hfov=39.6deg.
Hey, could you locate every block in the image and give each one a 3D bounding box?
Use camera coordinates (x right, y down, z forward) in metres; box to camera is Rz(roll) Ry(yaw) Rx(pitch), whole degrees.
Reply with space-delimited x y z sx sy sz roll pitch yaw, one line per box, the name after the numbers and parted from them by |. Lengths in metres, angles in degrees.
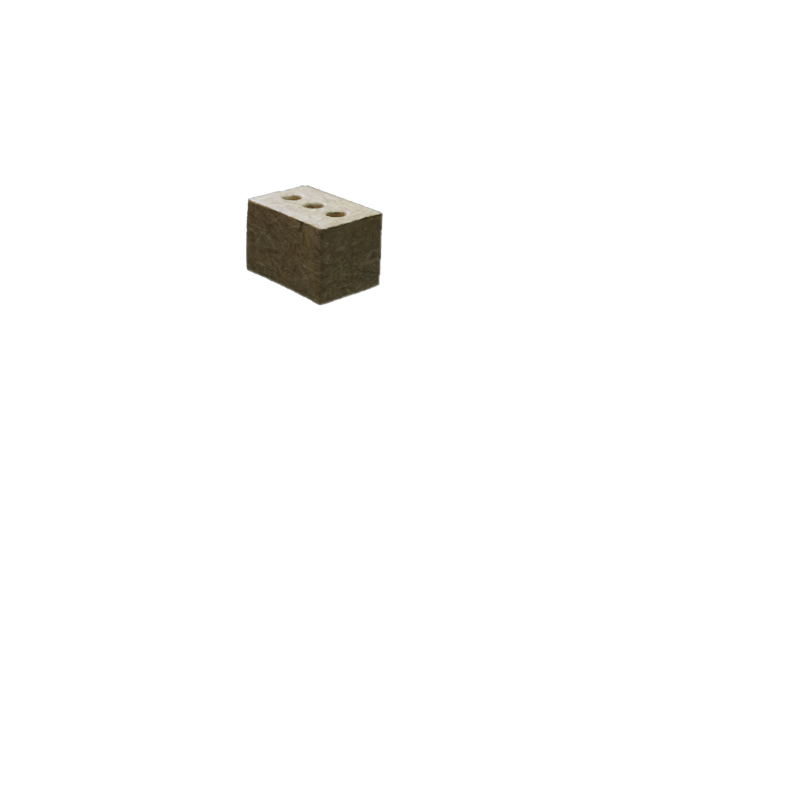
-0.056 -0.102 0.712 0.052 0.049 0.083 -20 32 -38 | block
